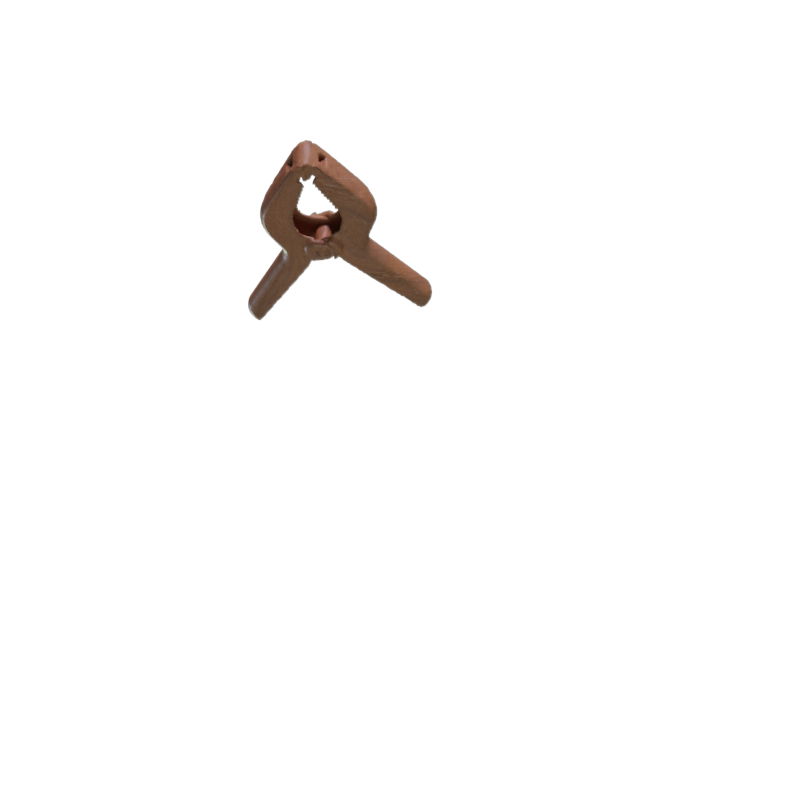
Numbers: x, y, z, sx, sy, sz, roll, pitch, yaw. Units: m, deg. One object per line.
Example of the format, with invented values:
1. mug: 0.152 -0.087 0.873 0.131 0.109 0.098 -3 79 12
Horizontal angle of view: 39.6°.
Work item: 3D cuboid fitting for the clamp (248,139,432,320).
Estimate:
1. clamp: -0.073 -0.133 0.929 0.166 0.039 0.194 -8 -35 12
